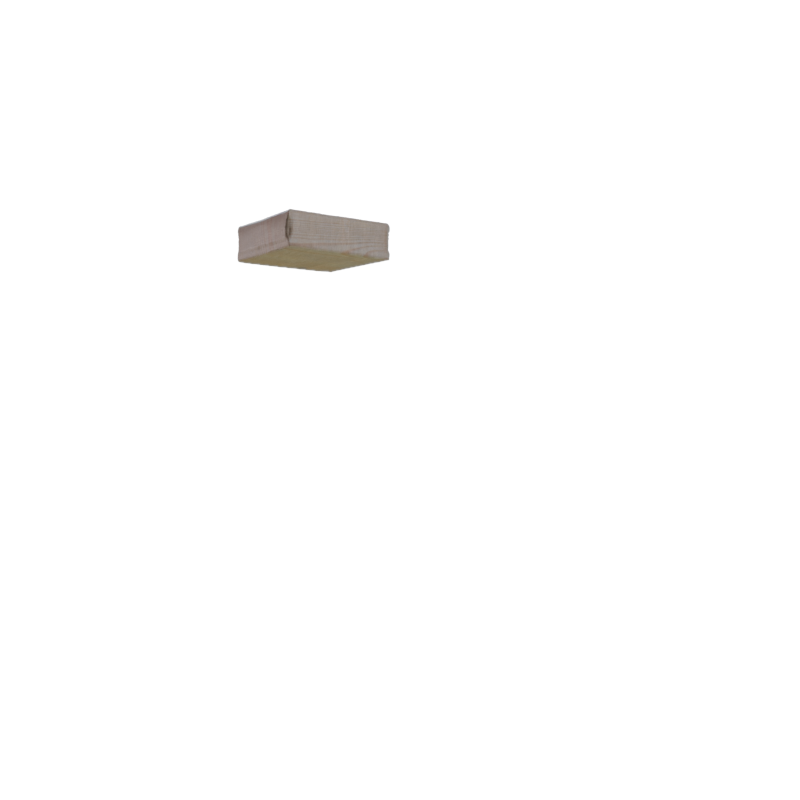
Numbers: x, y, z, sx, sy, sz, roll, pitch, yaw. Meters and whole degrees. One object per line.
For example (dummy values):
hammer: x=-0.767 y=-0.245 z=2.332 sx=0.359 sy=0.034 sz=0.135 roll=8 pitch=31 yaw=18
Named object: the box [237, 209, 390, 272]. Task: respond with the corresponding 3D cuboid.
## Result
box: x=-0.064 y=-0.116 z=0.813 sx=0.086 sy=0.031 sz=0.075 roll=2 pitch=-5 yaw=-35
